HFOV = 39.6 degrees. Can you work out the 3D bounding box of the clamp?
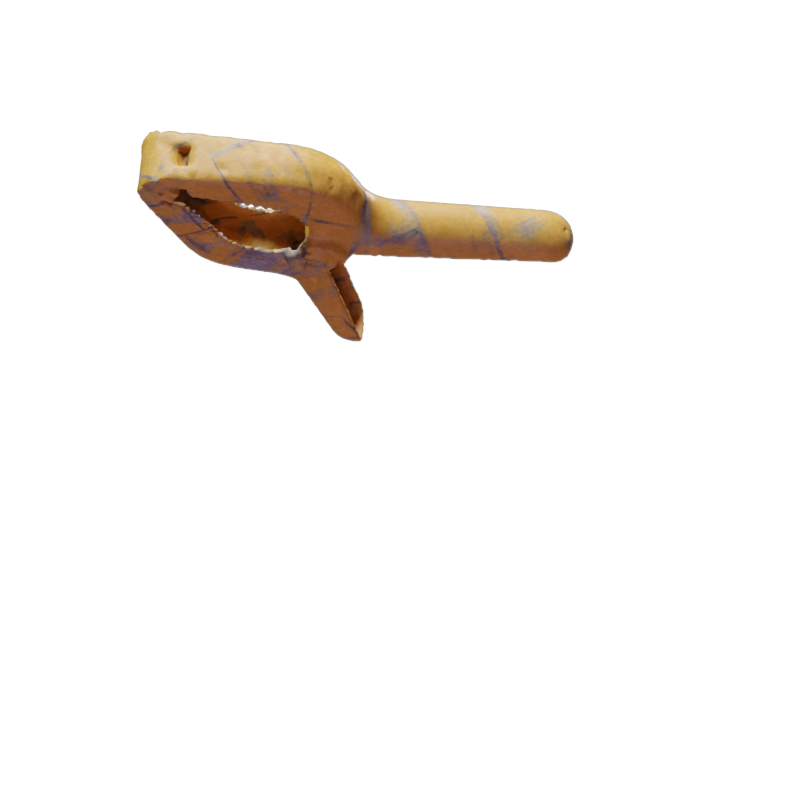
[{"bbox_3d":[-0.043,-0.079,0.555,0.200,0.038,0.164,14,-25,-33],"label":"clamp"}]
